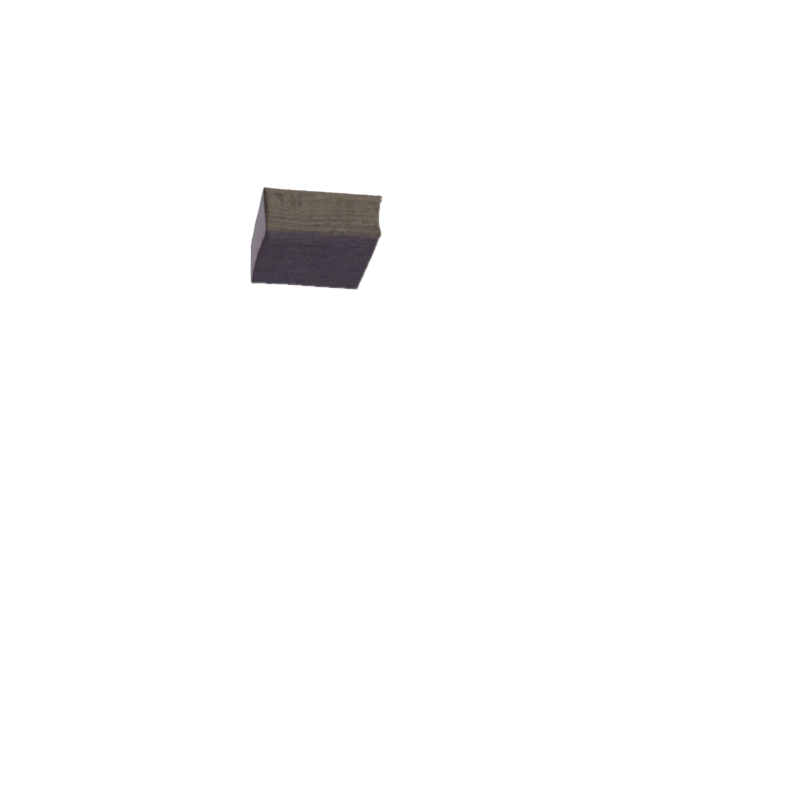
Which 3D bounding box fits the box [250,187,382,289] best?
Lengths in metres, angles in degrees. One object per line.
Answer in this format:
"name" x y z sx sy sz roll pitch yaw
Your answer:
"box" -0.067 -0.123 0.859 0.089 0.041 0.110 3 -16 -10
